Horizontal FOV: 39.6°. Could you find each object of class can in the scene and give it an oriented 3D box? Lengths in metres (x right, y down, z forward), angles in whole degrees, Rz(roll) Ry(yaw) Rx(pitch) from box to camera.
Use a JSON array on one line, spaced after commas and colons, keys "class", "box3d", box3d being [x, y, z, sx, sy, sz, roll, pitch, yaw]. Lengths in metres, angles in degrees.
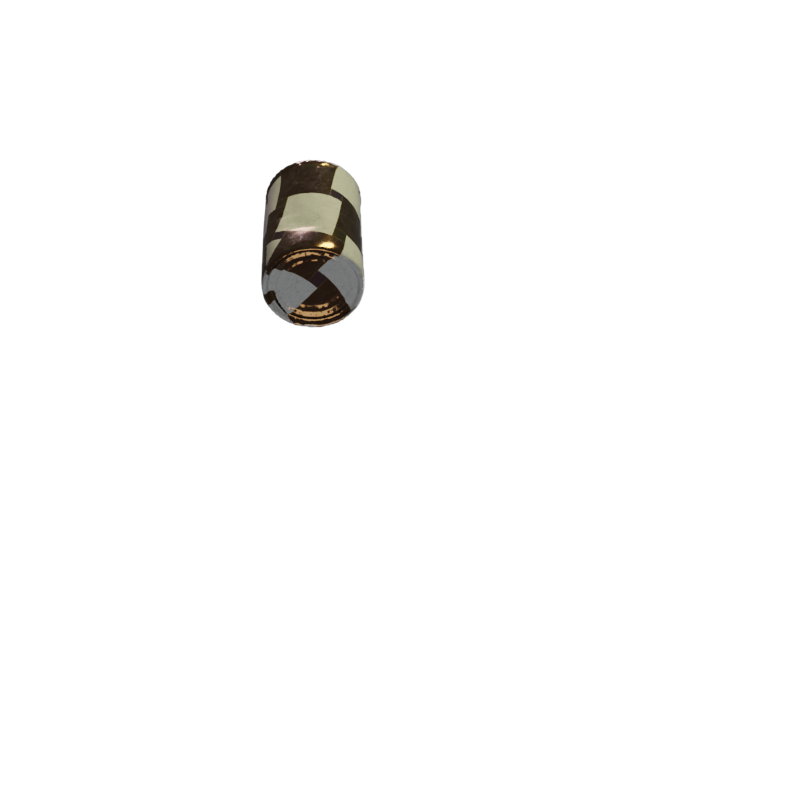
[{"class": "can", "box3d": [-0.058, -0.106, 0.744, 0.068, 0.064, 0.110, -1, 40, -3]}]
